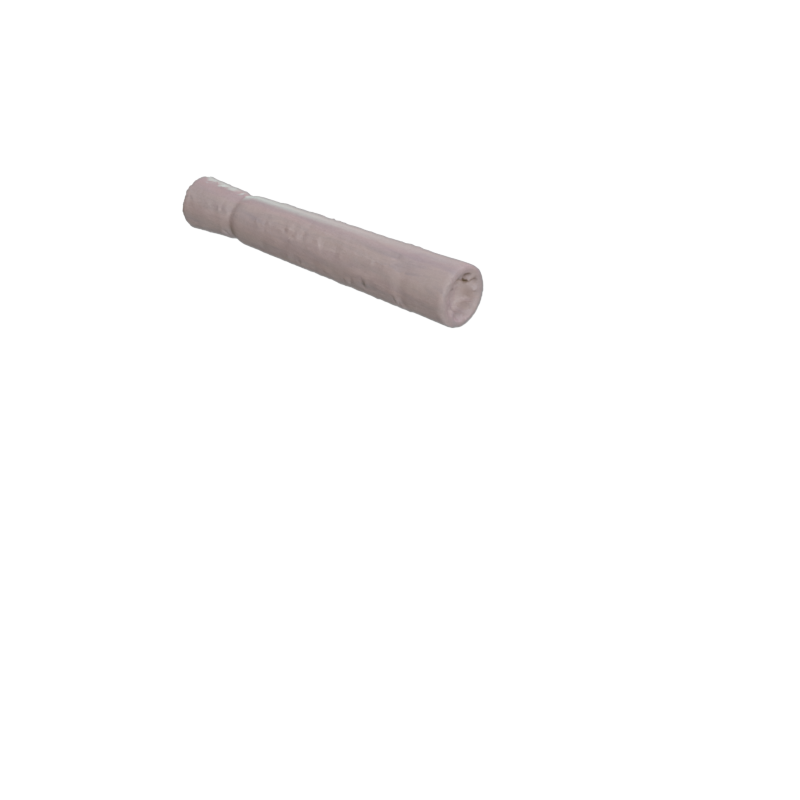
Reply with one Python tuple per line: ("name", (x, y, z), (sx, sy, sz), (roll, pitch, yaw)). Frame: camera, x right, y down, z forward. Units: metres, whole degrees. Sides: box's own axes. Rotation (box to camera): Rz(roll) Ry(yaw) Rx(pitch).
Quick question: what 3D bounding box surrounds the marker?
("marker", (-0.027, -0.050, 0.349), (0.129, 0.019, 0.019), (25, 19, 39))
